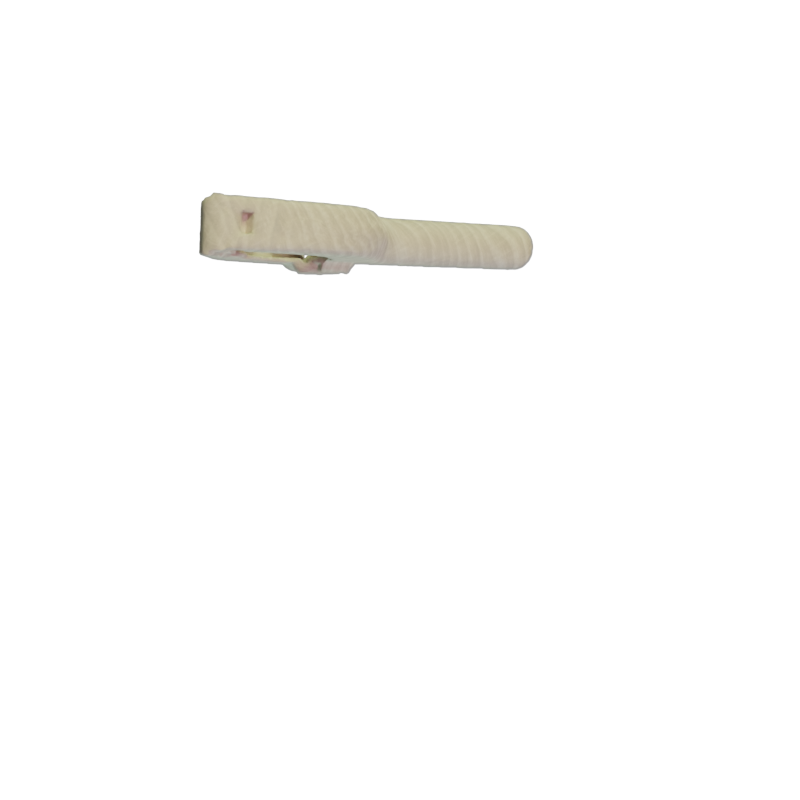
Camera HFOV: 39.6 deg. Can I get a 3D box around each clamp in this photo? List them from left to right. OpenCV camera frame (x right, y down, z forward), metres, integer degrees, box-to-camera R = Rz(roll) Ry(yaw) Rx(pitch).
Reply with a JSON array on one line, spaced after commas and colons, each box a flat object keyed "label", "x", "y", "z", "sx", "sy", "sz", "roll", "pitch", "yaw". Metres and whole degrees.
[{"label": "clamp", "x": -0.047, "y": -0.086, "z": 0.600, "sx": 0.171, "sy": 0.036, "sz": 0.202, "roll": 2, "pitch": 4, "yaw": 36}]
